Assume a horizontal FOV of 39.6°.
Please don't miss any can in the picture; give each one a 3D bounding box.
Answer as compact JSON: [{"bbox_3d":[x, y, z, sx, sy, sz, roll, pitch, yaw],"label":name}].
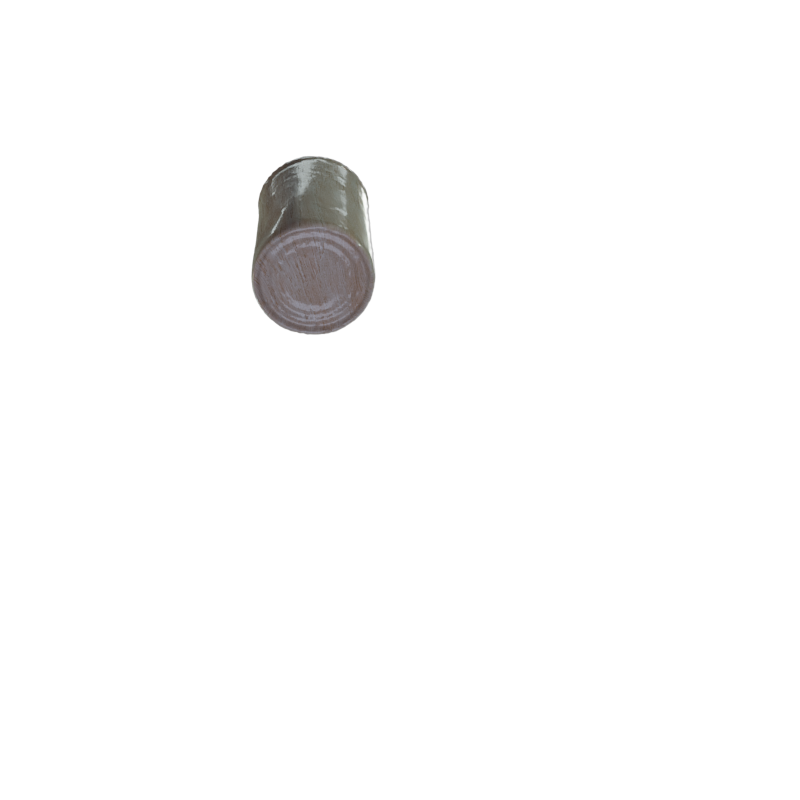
[{"bbox_3d":[-0.049,-0.090,0.632,0.068,0.065,0.108,0,30,-3],"label":"can"}]
